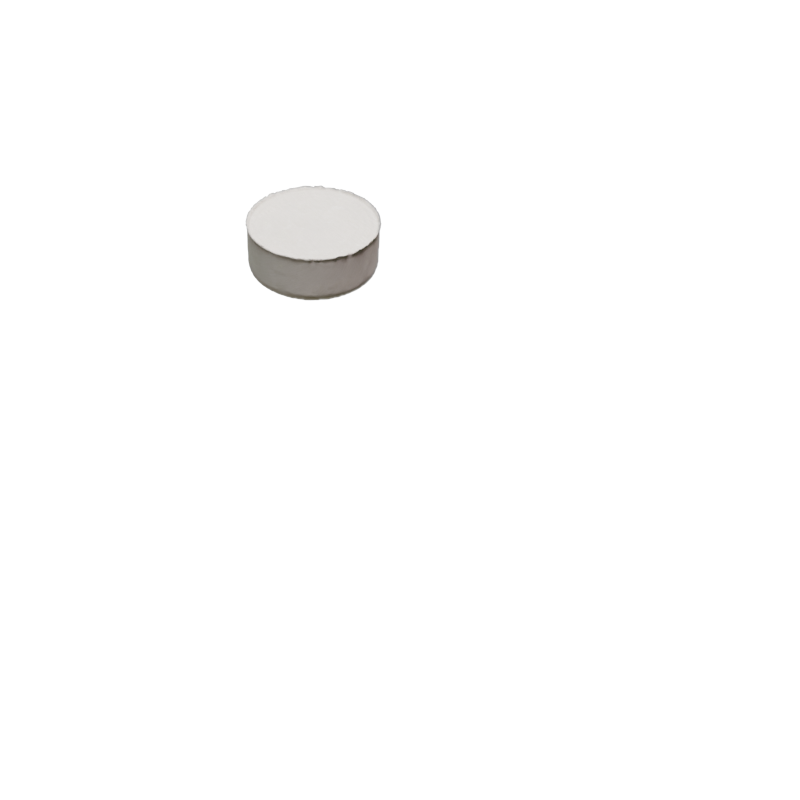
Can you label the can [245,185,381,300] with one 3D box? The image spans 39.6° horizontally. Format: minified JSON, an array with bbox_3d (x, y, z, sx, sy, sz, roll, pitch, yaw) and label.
[{"bbox_3d":[-0.056,-0.102,0.711,0.086,0.031,0.092,-1,39,-2],"label":"can"}]
